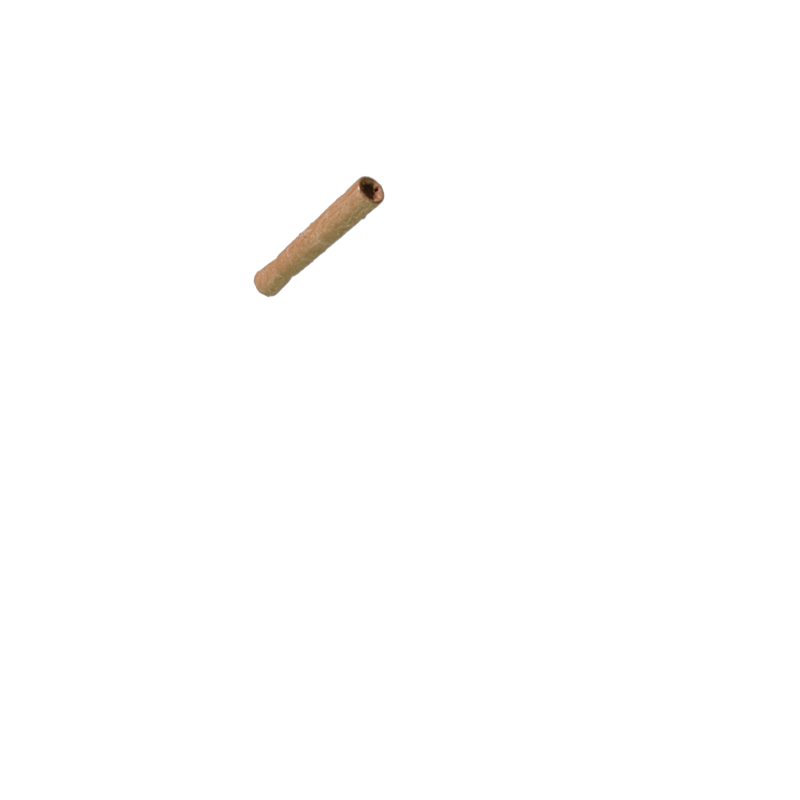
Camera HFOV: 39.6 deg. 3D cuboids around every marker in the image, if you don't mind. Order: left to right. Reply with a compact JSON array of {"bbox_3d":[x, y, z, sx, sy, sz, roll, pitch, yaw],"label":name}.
[{"bbox_3d":[-0.052,-0.094,0.660,0.019,0.021,0.119,-3,-22,-41],"label":"marker"}]
